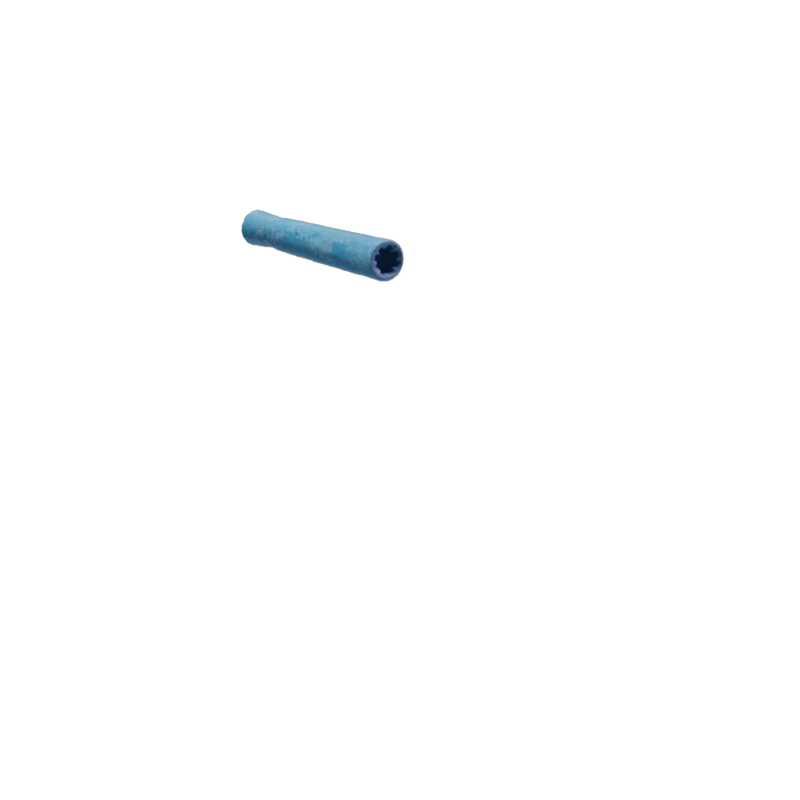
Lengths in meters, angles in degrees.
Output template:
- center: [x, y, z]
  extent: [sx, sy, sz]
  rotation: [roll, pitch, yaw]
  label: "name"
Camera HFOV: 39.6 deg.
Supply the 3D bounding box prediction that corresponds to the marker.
- center: [-0.042, -0.076, 0.532]
  extent: [0.019, 0.019, 0.128]
  rotation: [-3, 15, -35]
  label: "marker"
